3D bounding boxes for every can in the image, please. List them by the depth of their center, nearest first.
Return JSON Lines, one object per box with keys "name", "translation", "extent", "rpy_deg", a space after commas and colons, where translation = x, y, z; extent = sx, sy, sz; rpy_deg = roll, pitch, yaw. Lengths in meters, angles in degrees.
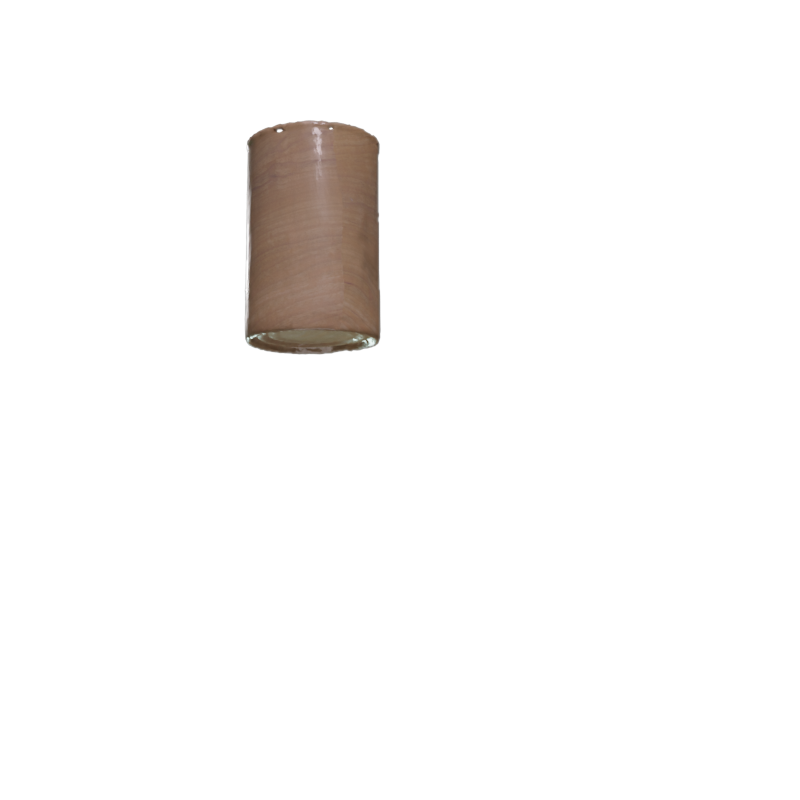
{"name": "can", "translation": [-0.043, -0.078, 0.550], "extent": [0.068, 0.106, 0.066], "rpy_deg": [0, -13, -2]}
